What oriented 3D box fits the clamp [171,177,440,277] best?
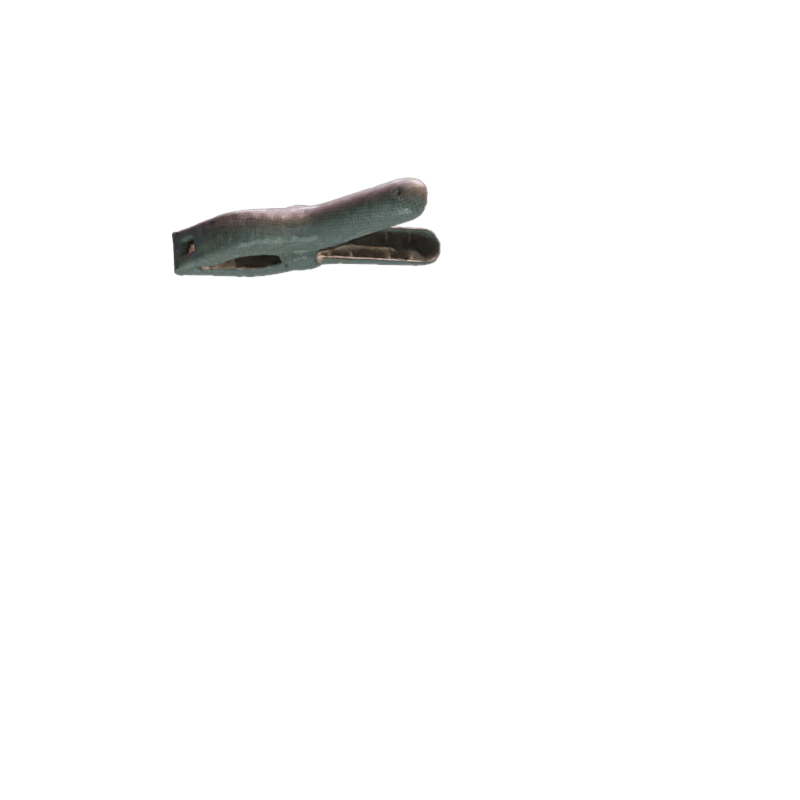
[{"bbox_3d":[-0.055,-0.100,0.697,0.174,0.041,0.113,-5,-16,17],"label":"clamp"}]
